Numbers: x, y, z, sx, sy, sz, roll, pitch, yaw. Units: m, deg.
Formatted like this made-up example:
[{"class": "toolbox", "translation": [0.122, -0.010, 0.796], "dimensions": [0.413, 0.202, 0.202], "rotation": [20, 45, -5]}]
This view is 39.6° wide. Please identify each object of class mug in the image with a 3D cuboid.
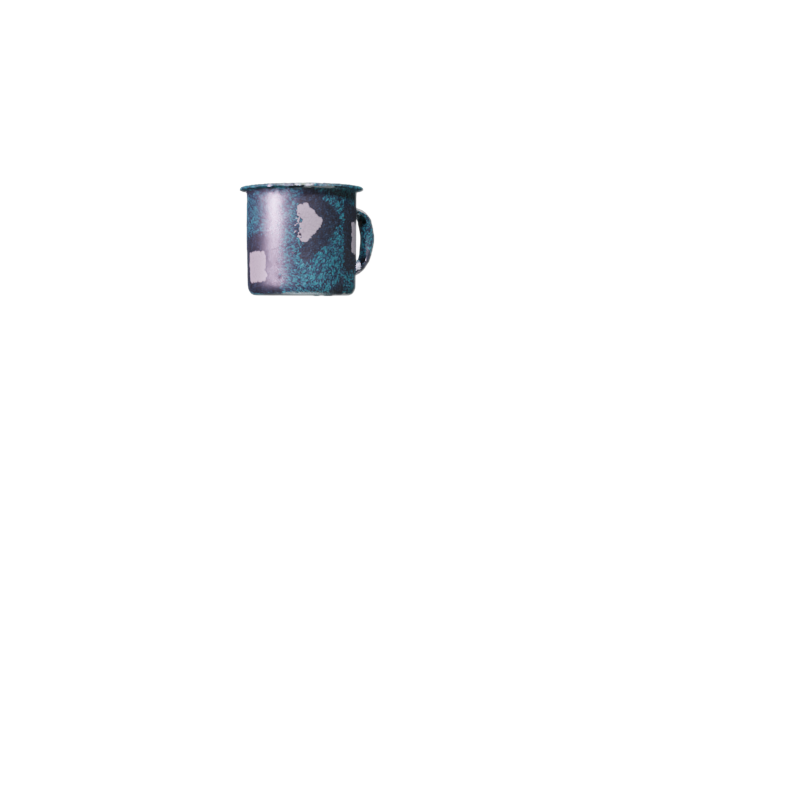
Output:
[{"class": "mug", "translation": [-0.066, -0.120, 0.843], "dimensions": [0.097, 0.081, 0.113], "rotation": [3, 4, 45]}]
